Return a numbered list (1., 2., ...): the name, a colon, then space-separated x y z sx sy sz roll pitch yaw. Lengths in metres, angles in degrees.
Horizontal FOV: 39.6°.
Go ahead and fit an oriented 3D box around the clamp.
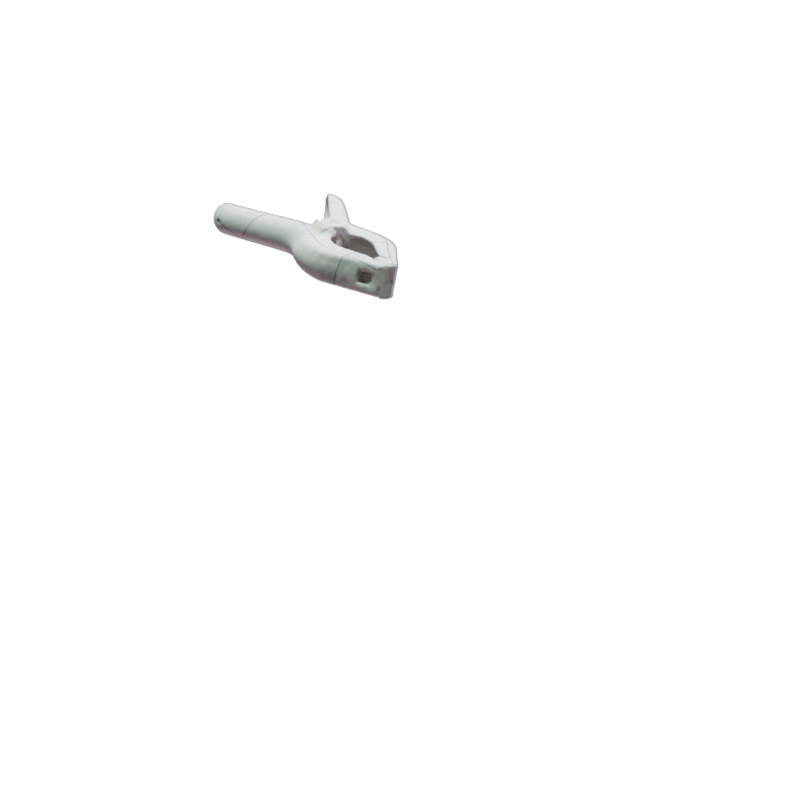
1. clamp: -0.067 -0.122 0.858 0.118 0.037 0.184 -12 29 -23
